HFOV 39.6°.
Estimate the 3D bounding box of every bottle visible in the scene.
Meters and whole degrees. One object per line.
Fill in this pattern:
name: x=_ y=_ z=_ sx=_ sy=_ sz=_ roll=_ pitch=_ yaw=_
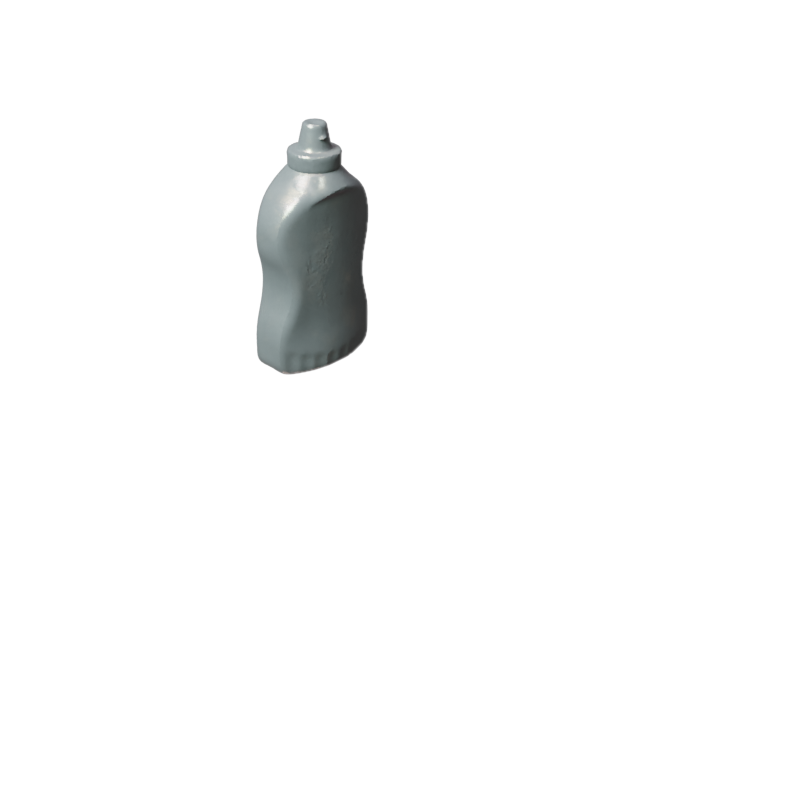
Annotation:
bottle: x=-0.066 y=-0.121 z=0.847 sx=0.095 sy=0.182 sz=0.062 roll=-21 pitch=33 yaw=-39
